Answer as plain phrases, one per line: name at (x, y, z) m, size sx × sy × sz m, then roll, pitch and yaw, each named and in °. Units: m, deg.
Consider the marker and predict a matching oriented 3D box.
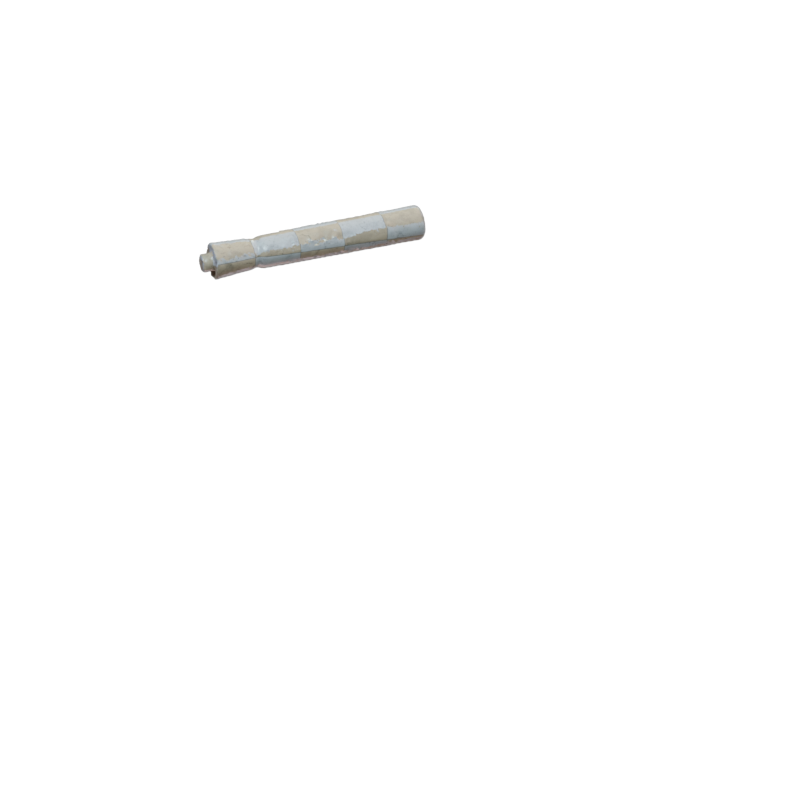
marker at (-0.045, -0.082, 0.574) m, size 0.119 × 0.019 × 0.020 m, roll -14°, pitch 9°, yaw -19°
